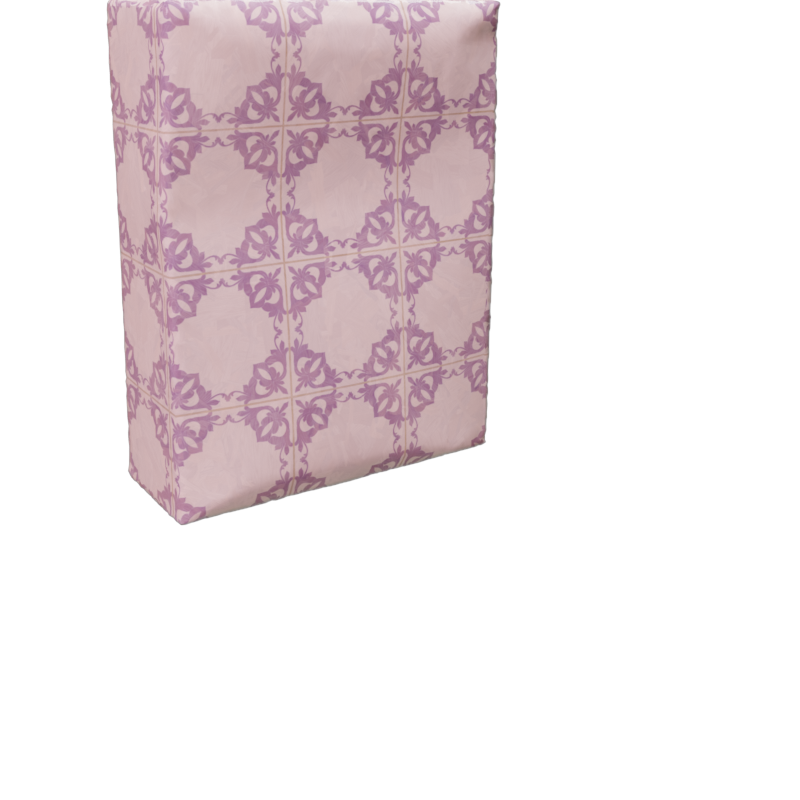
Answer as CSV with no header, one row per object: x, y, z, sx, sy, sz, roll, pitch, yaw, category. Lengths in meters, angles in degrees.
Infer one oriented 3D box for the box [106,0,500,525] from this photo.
-0.039,-0.071,0.494,0.160,0.207,0.076,-9,17,-31,box
